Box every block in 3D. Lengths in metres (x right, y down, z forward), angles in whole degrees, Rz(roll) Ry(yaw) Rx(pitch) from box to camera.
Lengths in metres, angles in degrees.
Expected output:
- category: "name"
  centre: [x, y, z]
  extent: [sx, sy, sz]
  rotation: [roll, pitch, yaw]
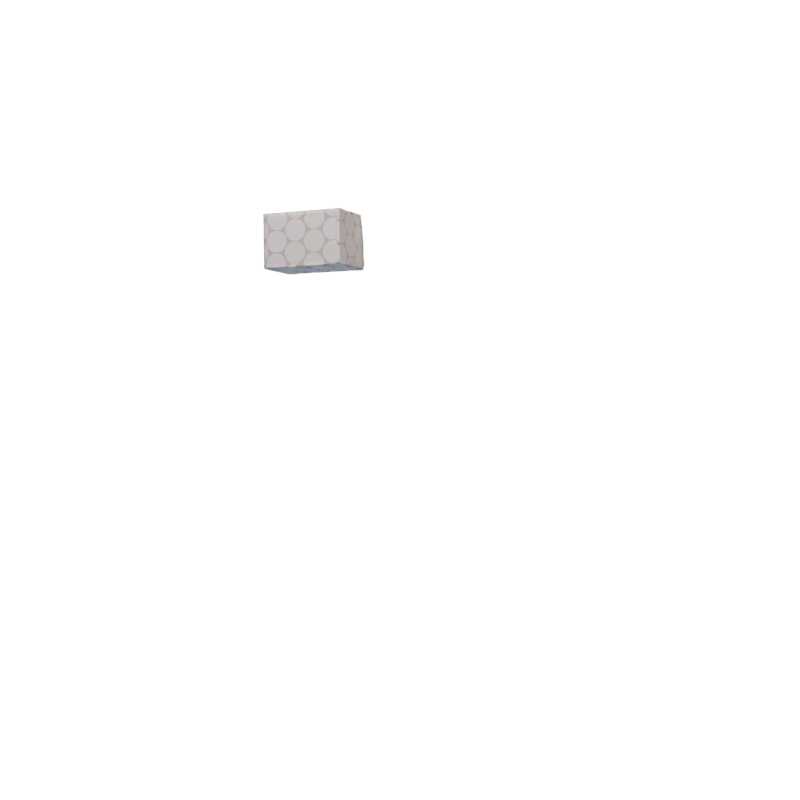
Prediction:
- category: "block"
  centre: [-0.078, -0.143, 1.000]
  extent: [0.080, 0.052, 0.051]
  rotation: [-1, -4, 24]
